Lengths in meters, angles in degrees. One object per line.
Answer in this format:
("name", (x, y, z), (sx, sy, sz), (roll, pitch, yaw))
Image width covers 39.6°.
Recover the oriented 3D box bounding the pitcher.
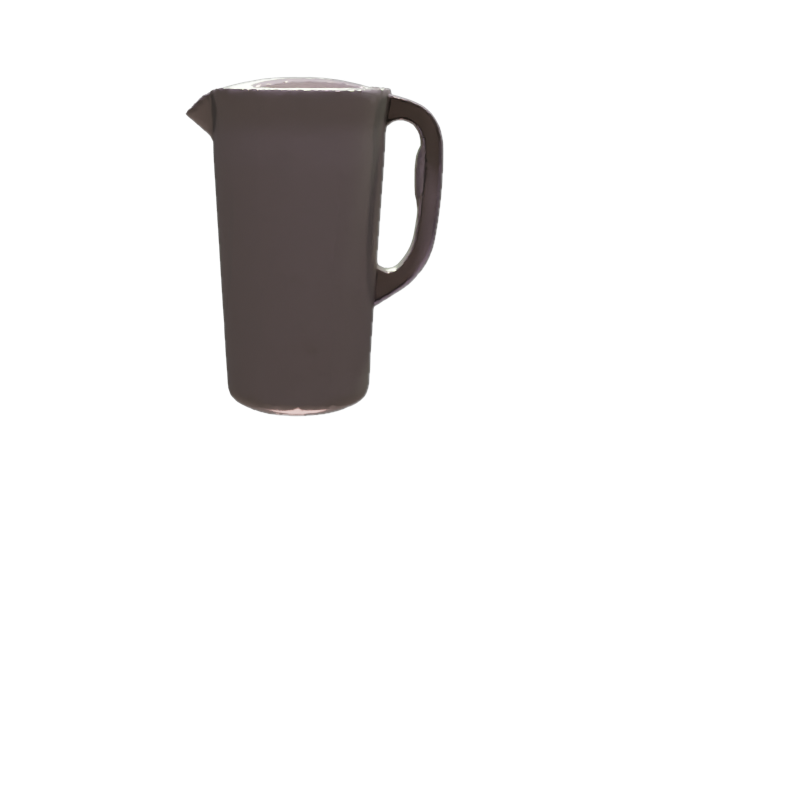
("pitcher", (-0.065, -0.118, 0.827), (0.157, 0.237, 0.141), (12, 16, 43))
